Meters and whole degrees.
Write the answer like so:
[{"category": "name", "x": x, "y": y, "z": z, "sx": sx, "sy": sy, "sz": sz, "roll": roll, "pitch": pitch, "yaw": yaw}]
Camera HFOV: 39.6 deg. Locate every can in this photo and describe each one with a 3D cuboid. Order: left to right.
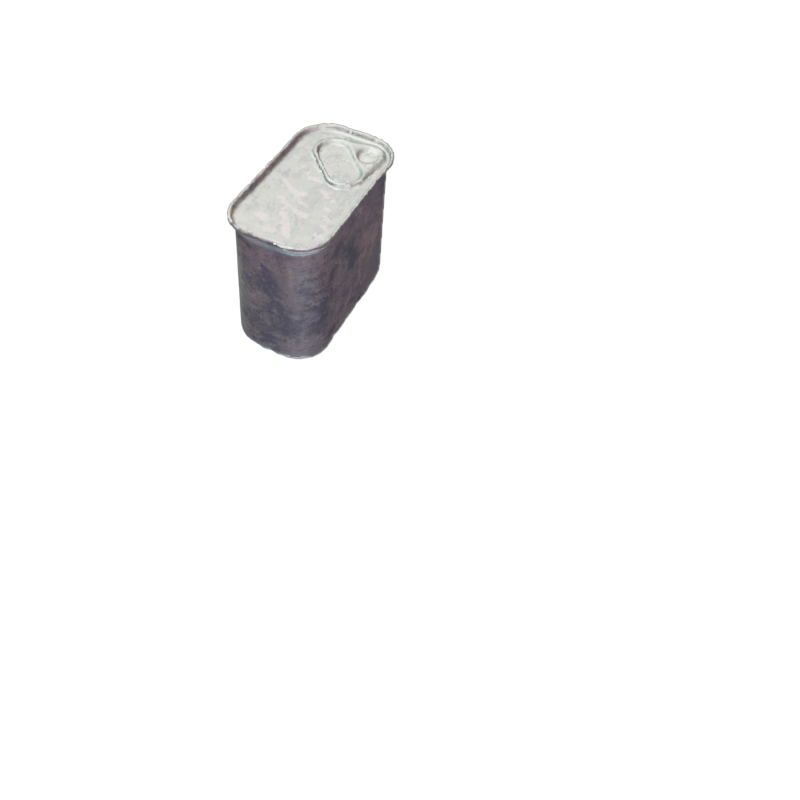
[{"category": "can", "x": -0.047, "y": -0.085, "z": 0.595, "sx": 0.060, "sy": 0.078, "sz": 0.105, "roll": 20, "pitch": 49, "yaw": 16}]
